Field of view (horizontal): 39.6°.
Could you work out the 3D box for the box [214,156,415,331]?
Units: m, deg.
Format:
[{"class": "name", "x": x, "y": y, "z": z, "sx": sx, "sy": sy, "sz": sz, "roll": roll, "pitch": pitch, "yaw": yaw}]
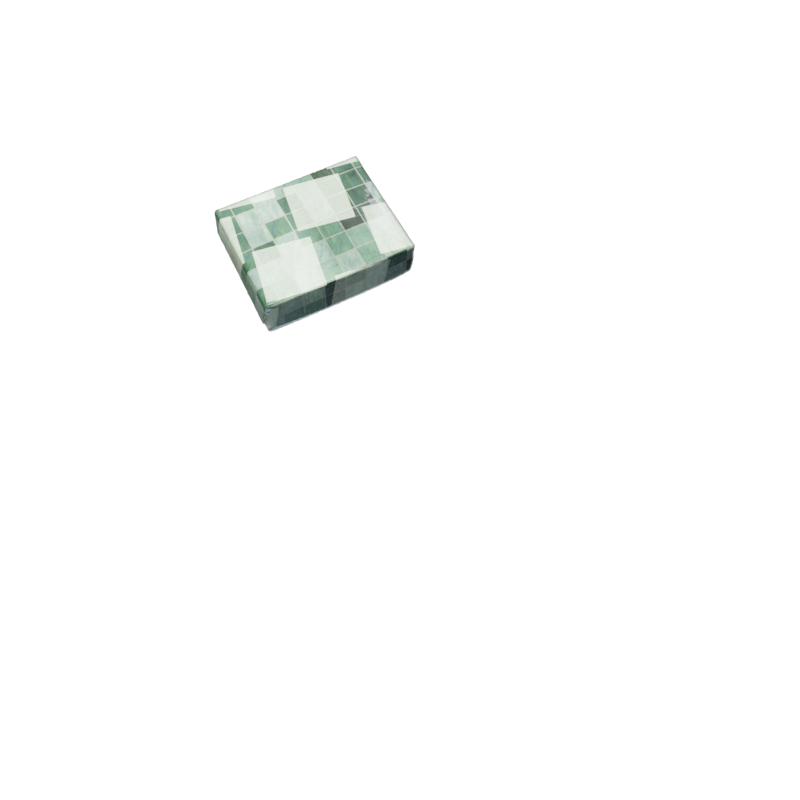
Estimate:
[{"class": "box", "x": -0.060, "y": -0.109, "z": 0.766, "sx": 0.113, "sy": 0.096, "sz": 0.036, "roll": -23, "pitch": -30, "yaw": -14}]
